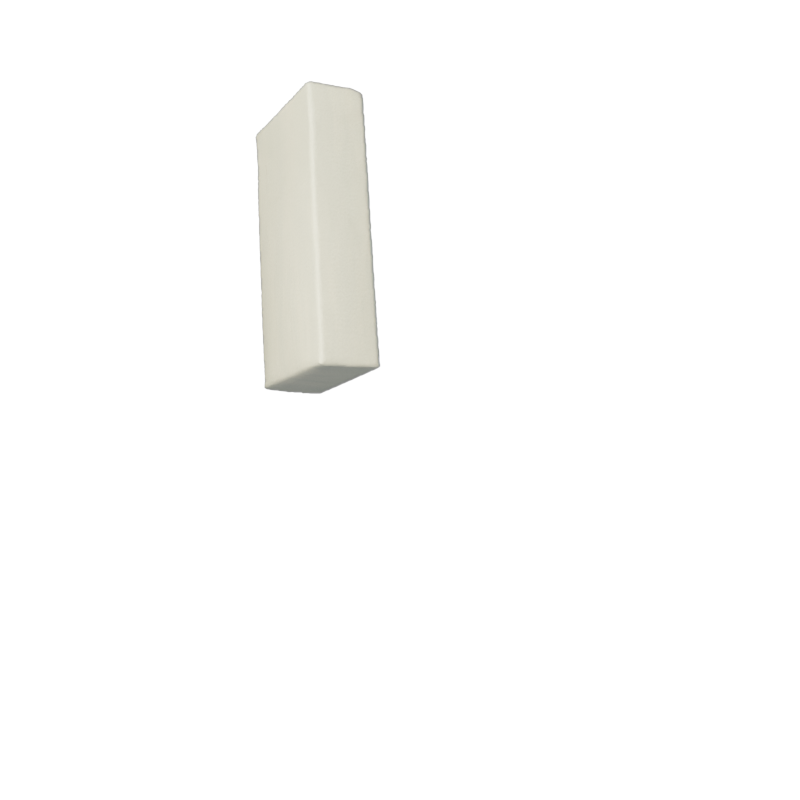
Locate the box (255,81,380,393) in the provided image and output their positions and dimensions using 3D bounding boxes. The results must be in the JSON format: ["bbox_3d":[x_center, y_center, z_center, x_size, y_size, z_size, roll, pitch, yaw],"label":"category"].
[{"bbox_3d":[-0.054,-0.099,0.691,0.046,0.183,0.093,7,-18,-26],"label":"box"}]
